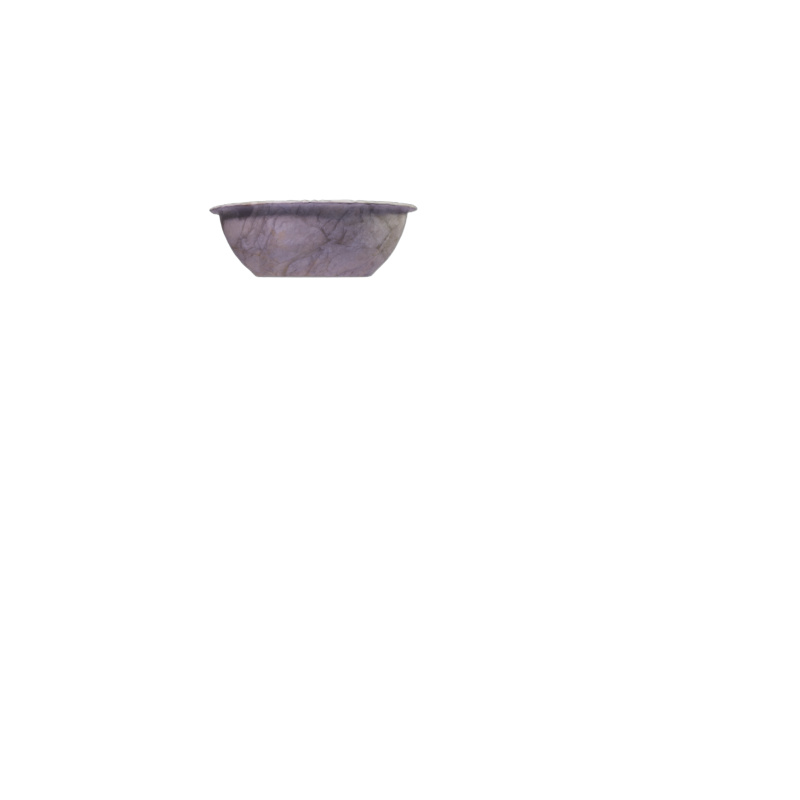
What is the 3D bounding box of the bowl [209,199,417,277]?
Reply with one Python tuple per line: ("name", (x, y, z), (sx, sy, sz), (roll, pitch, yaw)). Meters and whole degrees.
("bowl", (-0.068, -0.123, 0.864), (0.162, 0.055, 0.163), (0, 5, -2))
